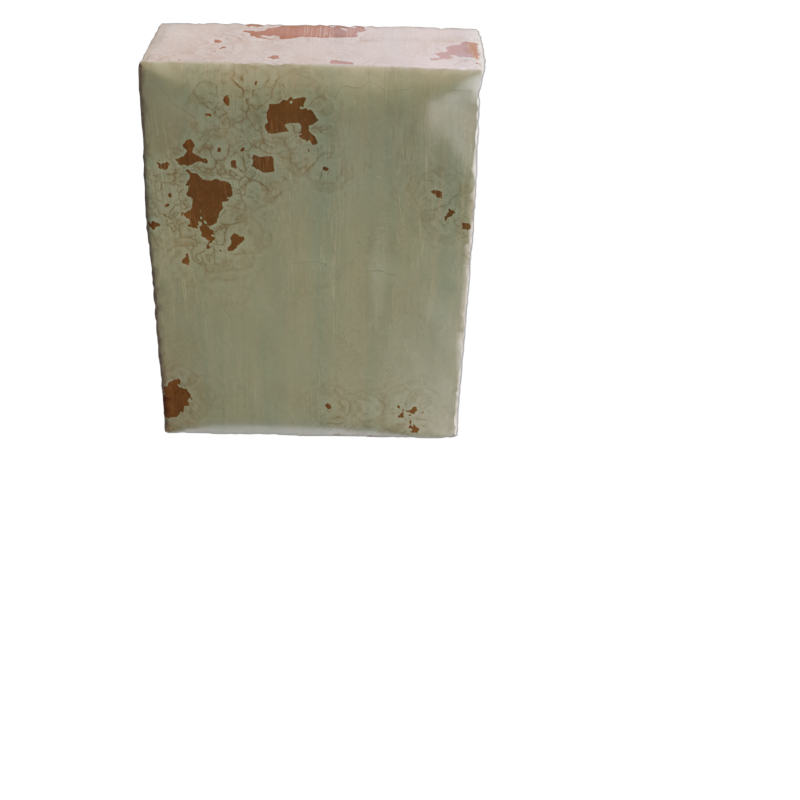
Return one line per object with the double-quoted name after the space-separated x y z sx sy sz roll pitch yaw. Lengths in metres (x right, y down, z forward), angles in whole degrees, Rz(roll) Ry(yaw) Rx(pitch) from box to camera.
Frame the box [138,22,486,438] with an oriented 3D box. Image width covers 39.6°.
-0.045 -0.083 0.579 0.165 0.201 0.076 2 30 1 "box"
